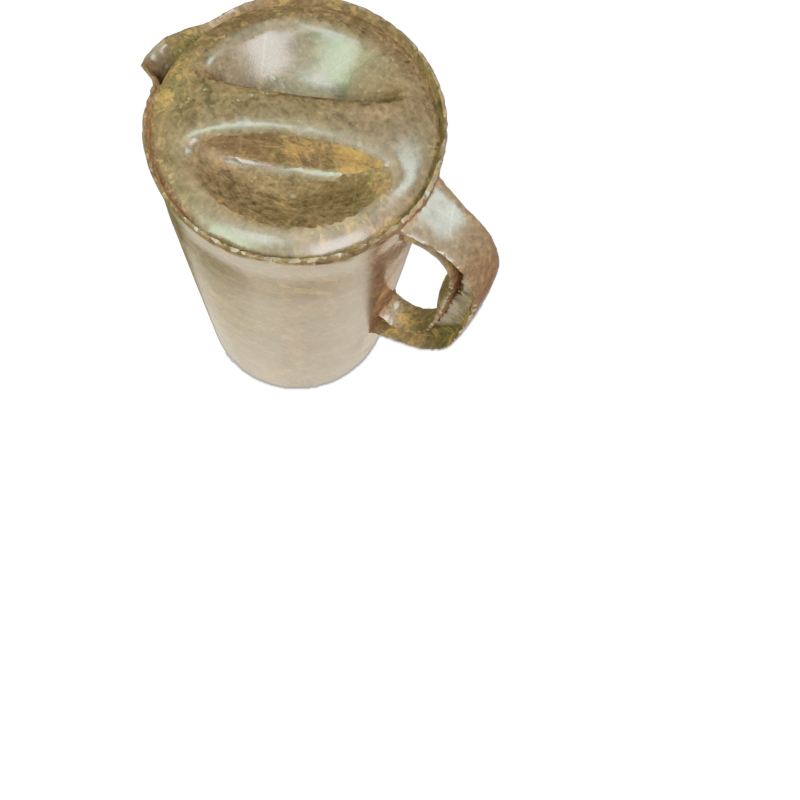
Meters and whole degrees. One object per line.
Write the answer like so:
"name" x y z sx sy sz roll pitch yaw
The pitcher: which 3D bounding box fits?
"pitcher" -0.045 -0.083 0.581 0.144 0.157 0.232 -11 -18 -7
